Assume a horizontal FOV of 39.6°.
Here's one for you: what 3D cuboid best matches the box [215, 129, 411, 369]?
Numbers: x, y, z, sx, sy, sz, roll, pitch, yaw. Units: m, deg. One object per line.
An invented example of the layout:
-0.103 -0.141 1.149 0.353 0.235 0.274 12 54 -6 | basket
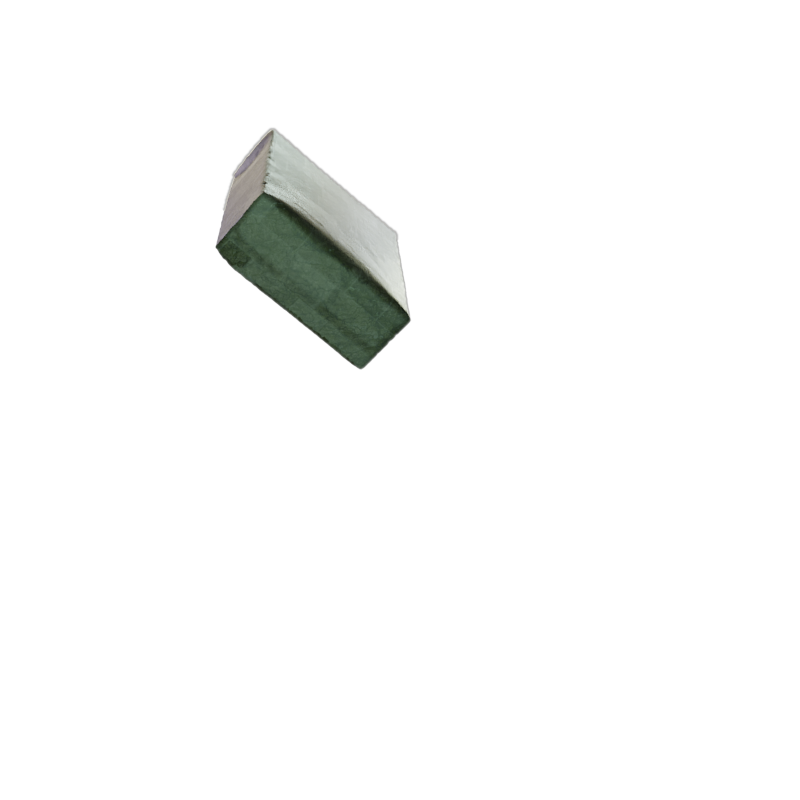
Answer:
-0.077 -0.141 0.986 0.158 0.071 0.225 38 18 -18 | box
